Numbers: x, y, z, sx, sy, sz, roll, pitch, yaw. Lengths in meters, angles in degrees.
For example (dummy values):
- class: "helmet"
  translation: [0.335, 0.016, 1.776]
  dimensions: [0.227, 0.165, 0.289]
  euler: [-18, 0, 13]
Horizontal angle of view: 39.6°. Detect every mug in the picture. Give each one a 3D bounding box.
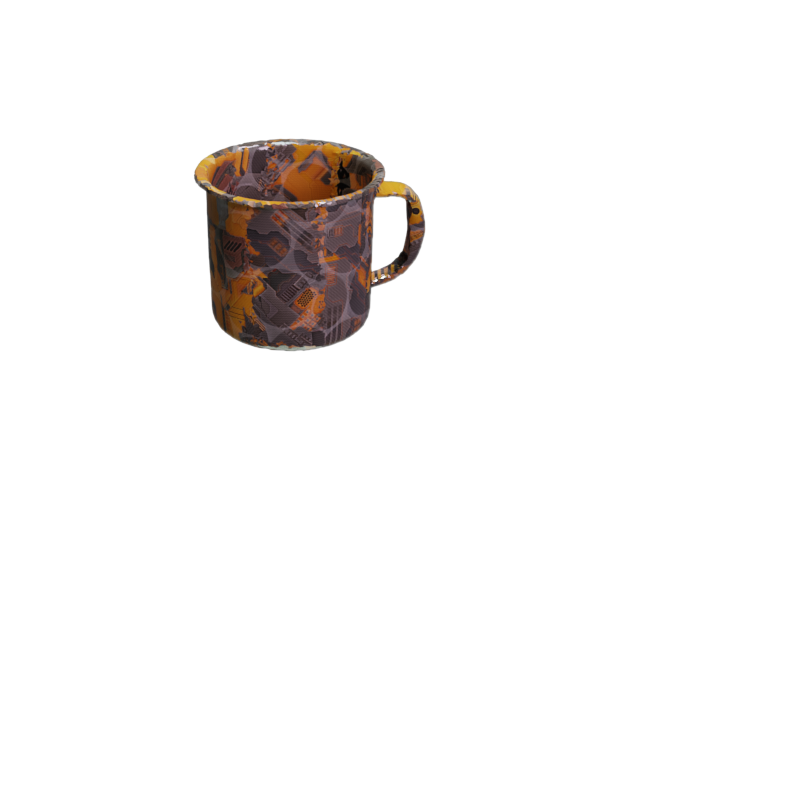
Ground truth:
- class: "mug"
  translation: [-0.044, -0.080, 0.558]
  dimensions: [0.115, 0.077, 0.100]
  euler: [-9, 30, -18]
